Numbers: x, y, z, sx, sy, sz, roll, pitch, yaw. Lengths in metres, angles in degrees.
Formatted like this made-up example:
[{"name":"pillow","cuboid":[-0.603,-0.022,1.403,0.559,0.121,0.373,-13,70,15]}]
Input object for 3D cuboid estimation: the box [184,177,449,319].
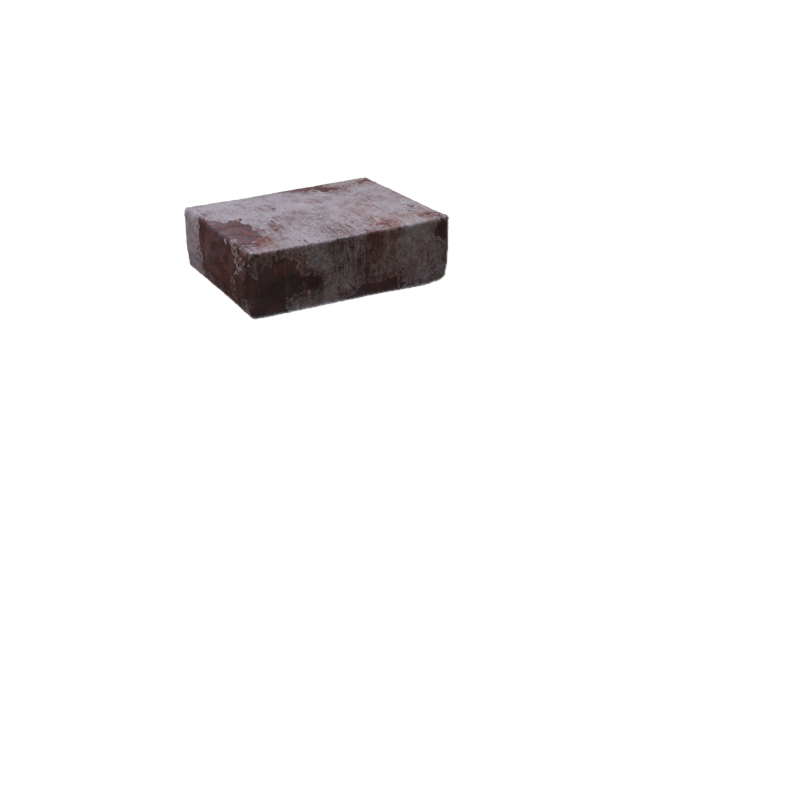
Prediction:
[{"name":"box","cuboid":[-0.045,-0.082,0.577,0.111,0.037,0.096,-12,28,-25]}]
